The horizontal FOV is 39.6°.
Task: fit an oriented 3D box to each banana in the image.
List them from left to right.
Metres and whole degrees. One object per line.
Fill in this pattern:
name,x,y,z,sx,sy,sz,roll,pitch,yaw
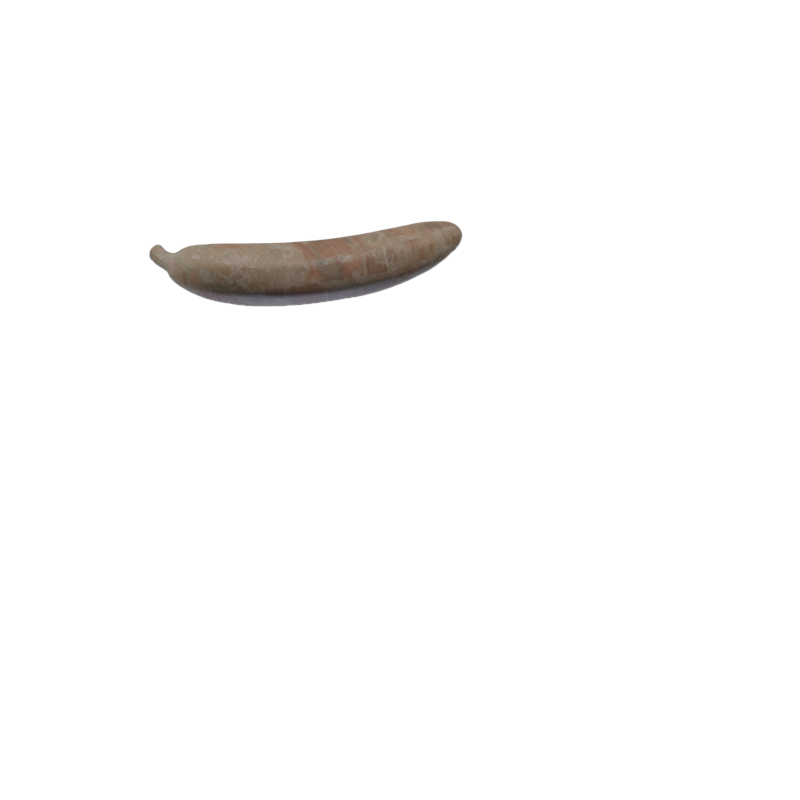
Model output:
banana,-0.055,-0.086,0.674,0.197,0.034,0.075,-3,39,-4
